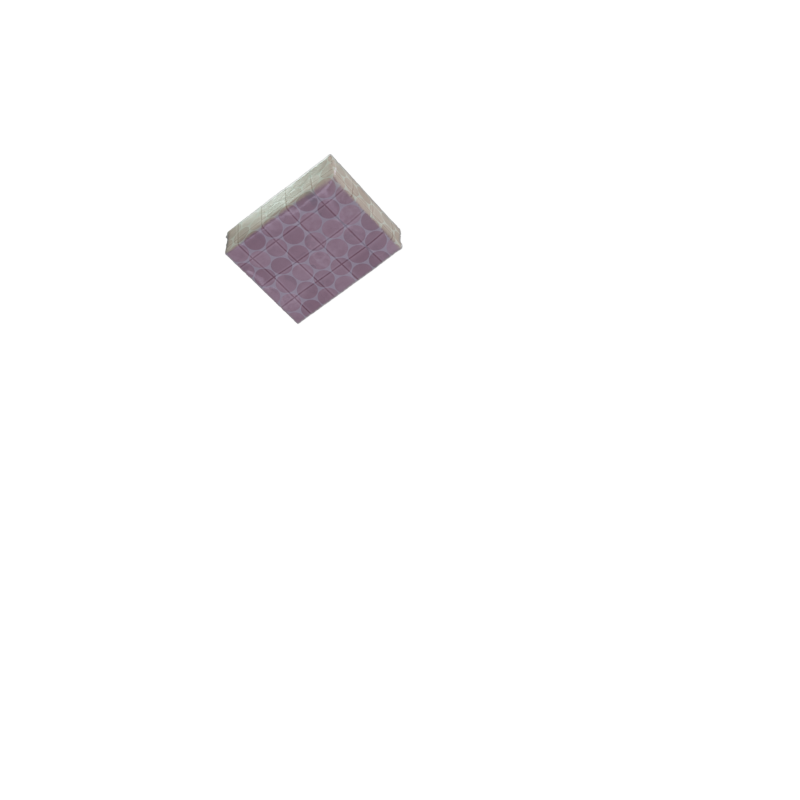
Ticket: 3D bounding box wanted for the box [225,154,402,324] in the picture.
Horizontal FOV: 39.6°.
[{"bbox_3d":[-0.069,-0.126,0.880,0.113,0.085,0.041,-33,29,20],"label":"box"}]
